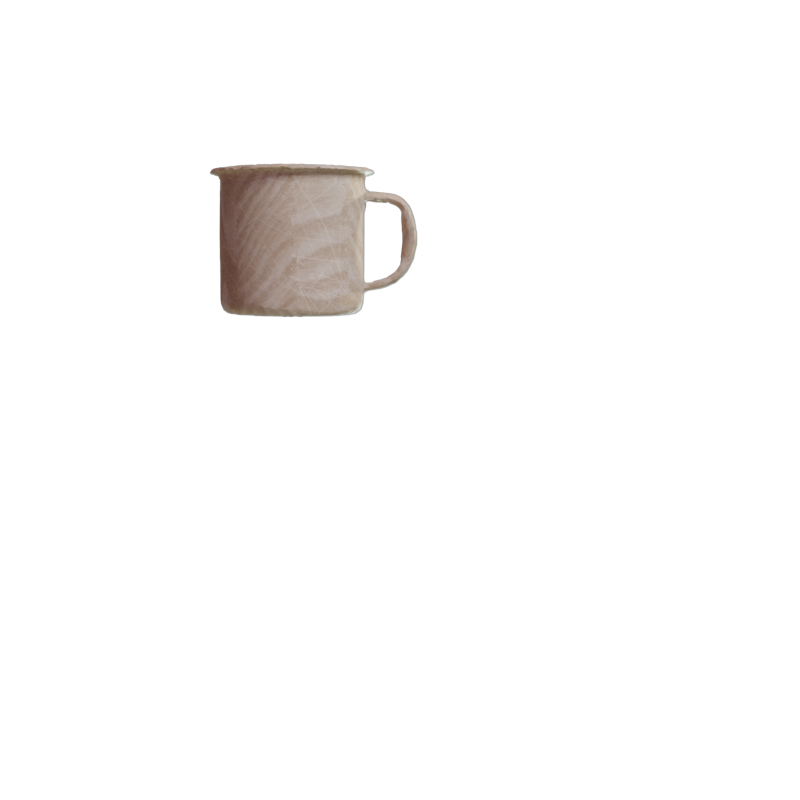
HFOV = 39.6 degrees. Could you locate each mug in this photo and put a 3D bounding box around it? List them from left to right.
[{"bbox_3d":[-0.049,-0.090,0.627,0.117,0.081,0.094,0,4,0],"label":"mug"}]
